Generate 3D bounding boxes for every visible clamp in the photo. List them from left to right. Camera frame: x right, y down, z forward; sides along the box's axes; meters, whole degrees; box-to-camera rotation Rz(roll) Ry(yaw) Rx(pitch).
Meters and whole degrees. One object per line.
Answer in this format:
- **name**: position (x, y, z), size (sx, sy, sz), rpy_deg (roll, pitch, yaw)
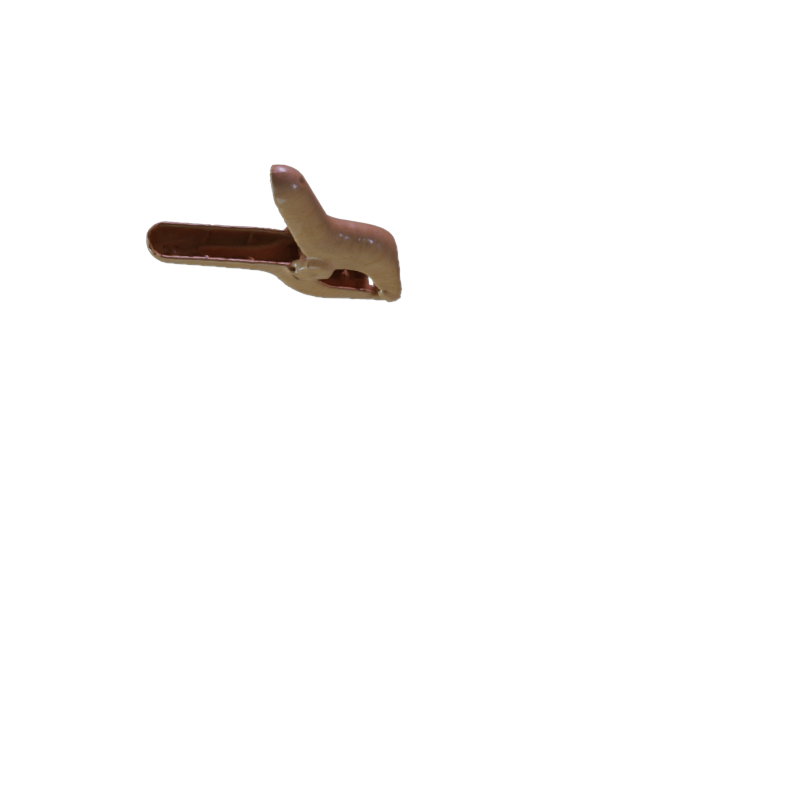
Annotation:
- **clamp**: position (-0.052, -0.095, 0.668), size (0.163, 0.041, 0.122), rpy_deg (8, -14, -38)
